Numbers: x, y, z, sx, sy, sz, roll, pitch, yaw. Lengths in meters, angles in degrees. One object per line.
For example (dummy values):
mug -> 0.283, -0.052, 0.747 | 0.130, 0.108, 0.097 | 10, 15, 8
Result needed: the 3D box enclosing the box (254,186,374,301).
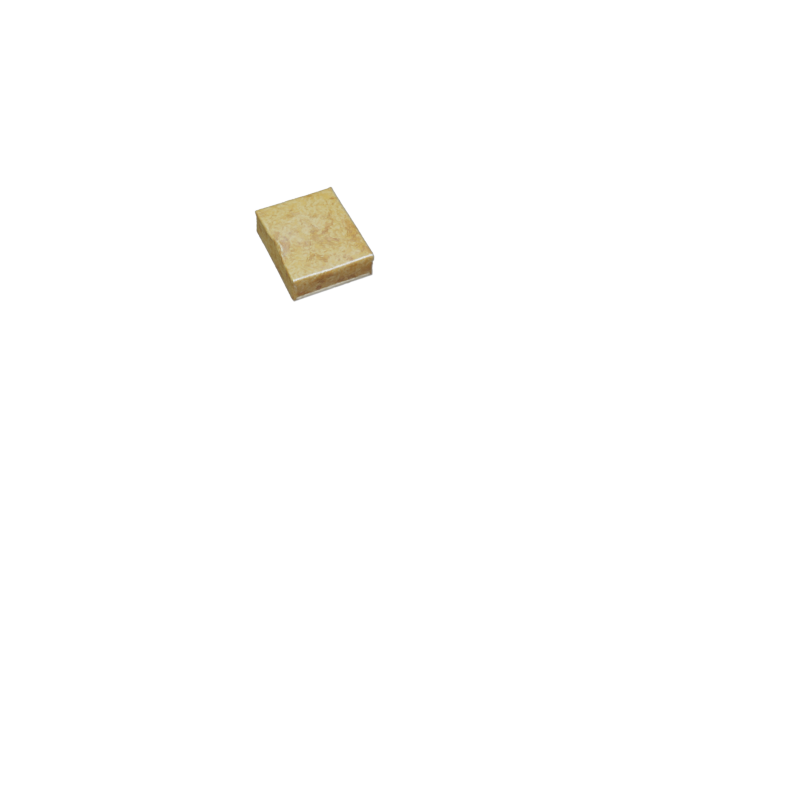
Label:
box -> -0.073, -0.133, 0.934 | 0.072, 0.096, 0.028 | -19, -35, -15
